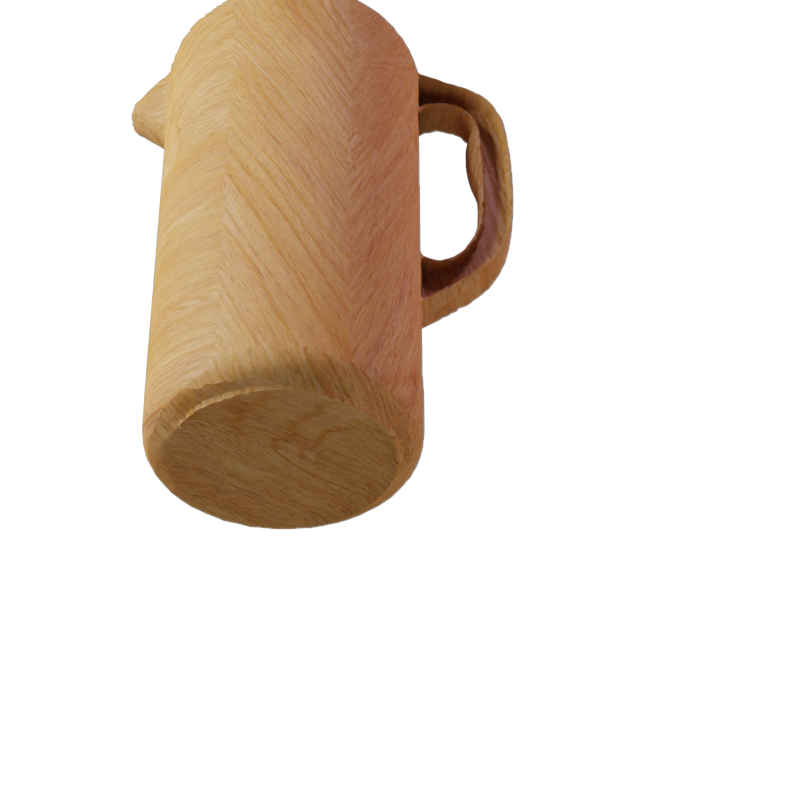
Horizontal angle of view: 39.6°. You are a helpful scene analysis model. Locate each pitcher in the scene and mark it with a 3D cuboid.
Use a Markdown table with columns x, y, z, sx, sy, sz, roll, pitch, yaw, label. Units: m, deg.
| x | y | z | sx | sy | sz | roll | pitch | yaw | label |
| --- | --- | --- | --- | --- | --- | --- | --- | --- | --- |
| -0.039 | -0.072 | 0.502 | 0.148 | 0.261 | 0.136 | -34 | -51 | 29 | pitcher |
